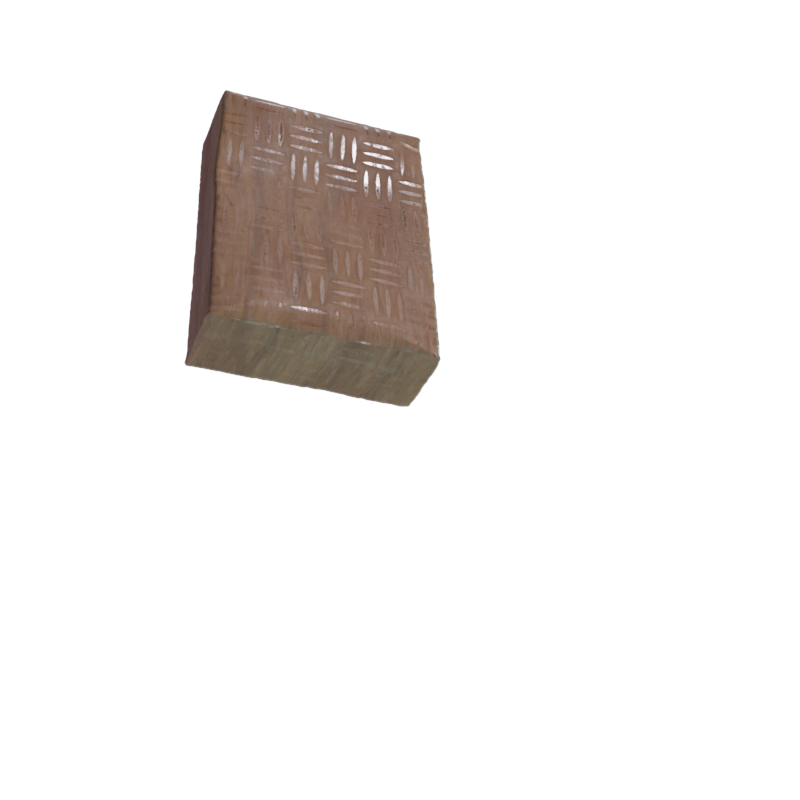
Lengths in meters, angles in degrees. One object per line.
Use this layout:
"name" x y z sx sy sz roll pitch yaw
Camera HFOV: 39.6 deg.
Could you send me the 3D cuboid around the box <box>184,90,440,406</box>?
"box" -0.062 -0.114 0.798 0.160 0.229 0.069 10 -39 -16
